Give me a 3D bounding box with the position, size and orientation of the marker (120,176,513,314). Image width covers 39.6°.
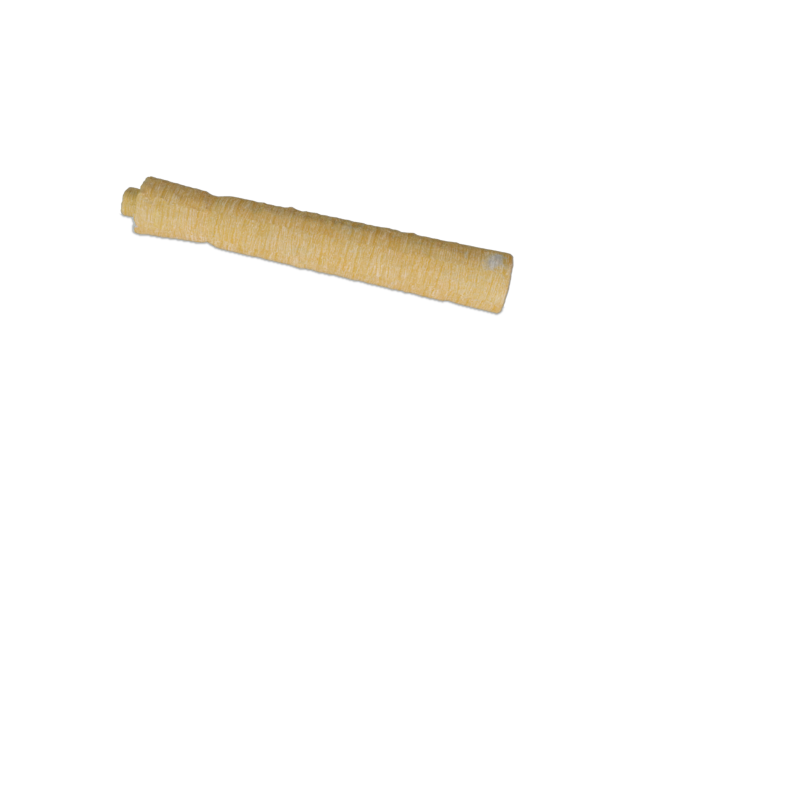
[{"bbox_3d":[-0.027,-0.049,0.341,0.122,0.020,0.020,13,5,4],"label":"marker"}]
